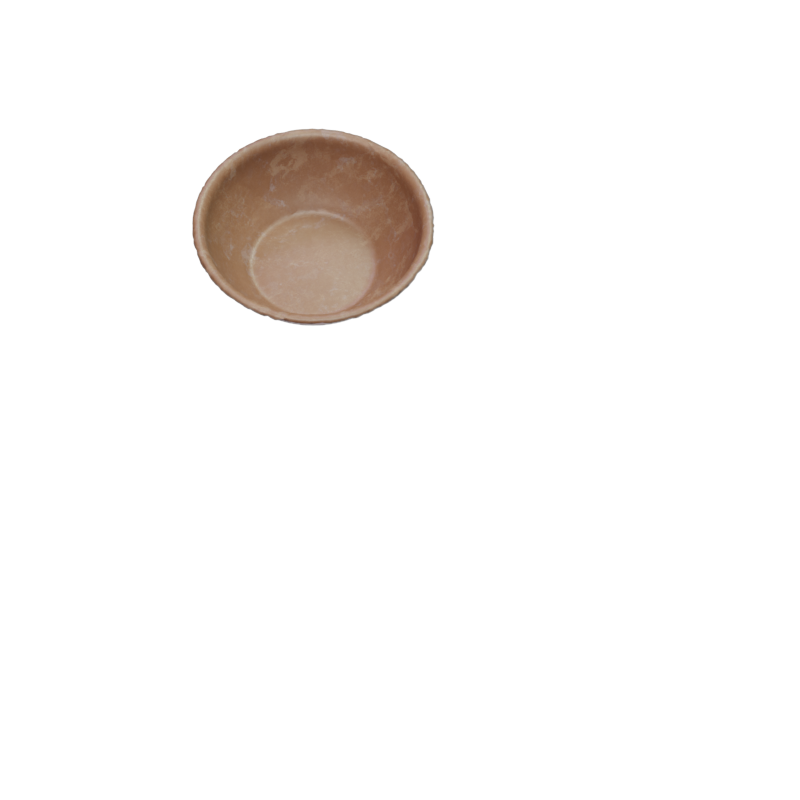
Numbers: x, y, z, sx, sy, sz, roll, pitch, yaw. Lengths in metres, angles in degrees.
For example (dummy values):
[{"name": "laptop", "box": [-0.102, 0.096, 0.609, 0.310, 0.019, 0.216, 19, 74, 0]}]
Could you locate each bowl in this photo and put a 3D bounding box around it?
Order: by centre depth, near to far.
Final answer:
[{"name": "bowl", "box": [-0.059, -0.108, 0.759, 0.162, 0.173, 0.051, -1, -32, -1]}]
